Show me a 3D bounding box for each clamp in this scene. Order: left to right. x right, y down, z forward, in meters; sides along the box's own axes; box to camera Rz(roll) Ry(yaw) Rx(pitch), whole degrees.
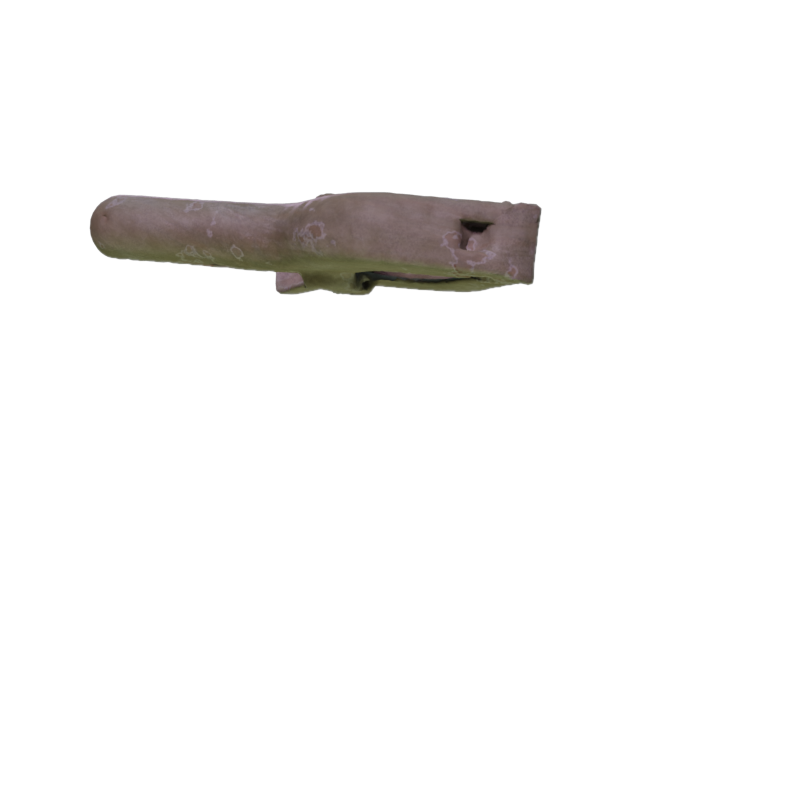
[{"bbox_3d":[-0.033,-0.059,0.416,0.115,0.039,0.177,-1,2,-43],"label":"clamp"}]
